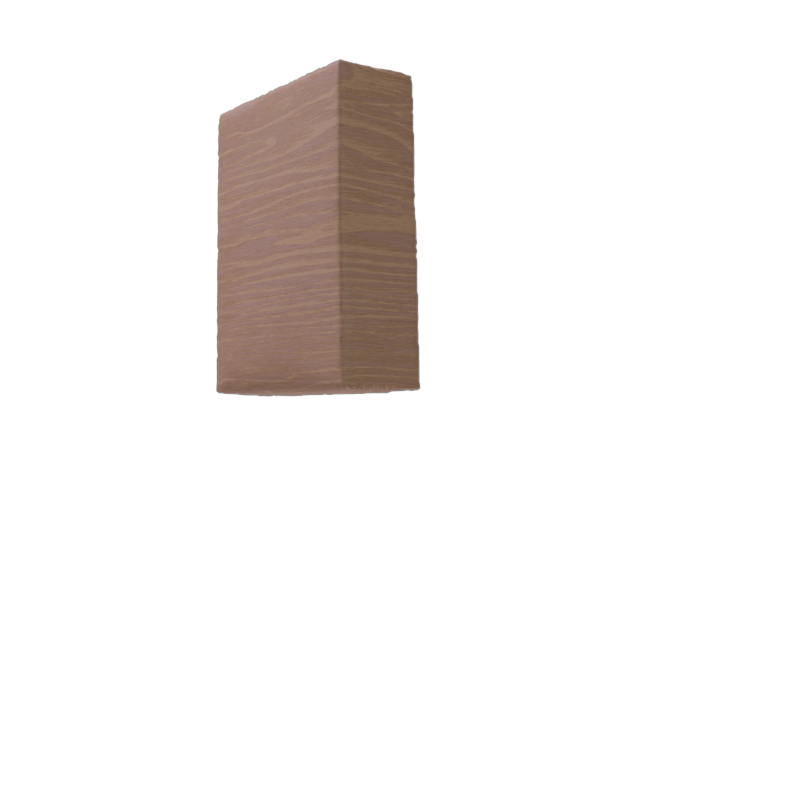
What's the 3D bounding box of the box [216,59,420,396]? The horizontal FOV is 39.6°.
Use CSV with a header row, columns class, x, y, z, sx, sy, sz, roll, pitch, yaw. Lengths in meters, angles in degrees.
class,x,y,z,sx,sy,sz,roll,pitch,yaw
box,-0.061,-0.111,0.780,0.069,0.218,0.168,6,-8,-37
